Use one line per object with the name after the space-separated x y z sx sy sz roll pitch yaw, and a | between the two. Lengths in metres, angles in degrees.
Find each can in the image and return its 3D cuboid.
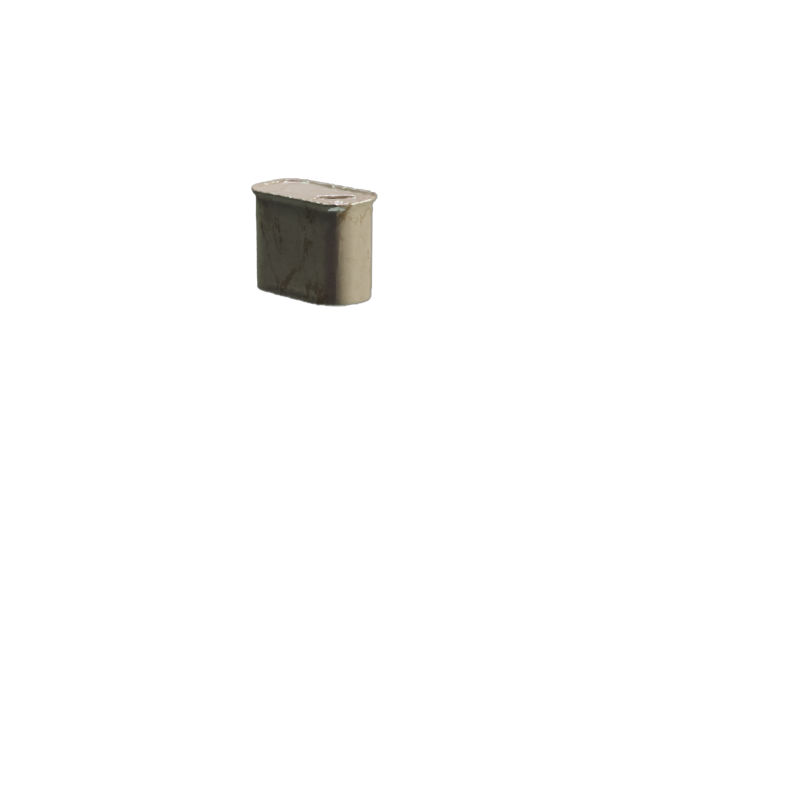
-0.068 -0.124 0.871 0.107 0.081 0.057 16 23 37 | can
